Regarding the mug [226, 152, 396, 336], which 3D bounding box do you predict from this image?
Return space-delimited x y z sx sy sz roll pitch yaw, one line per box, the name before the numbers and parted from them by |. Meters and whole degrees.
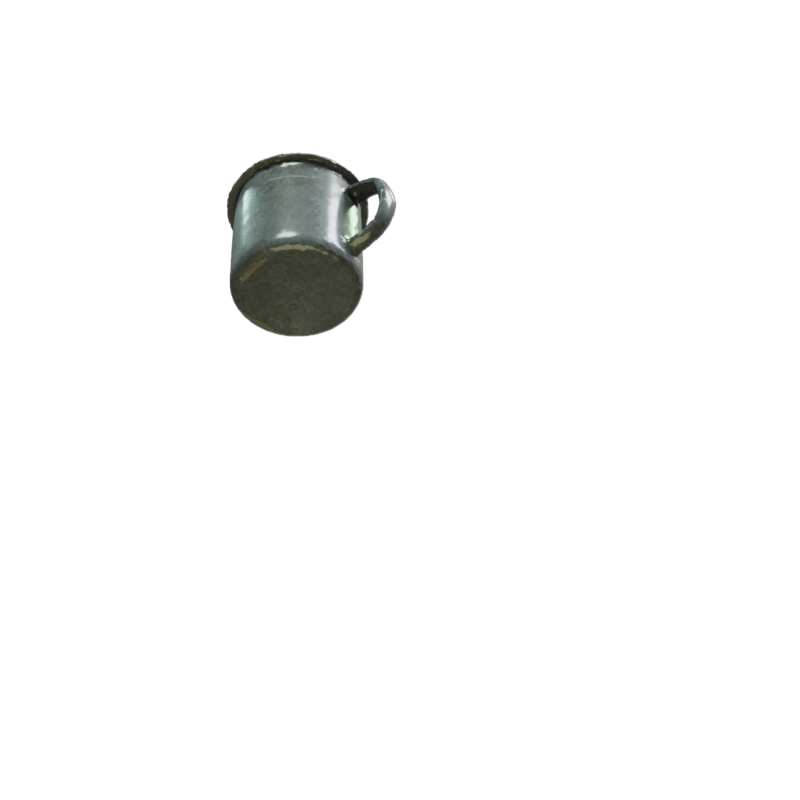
mug | -0.054 -0.099 0.691 0.117 0.087 0.086 -23 -50 19
